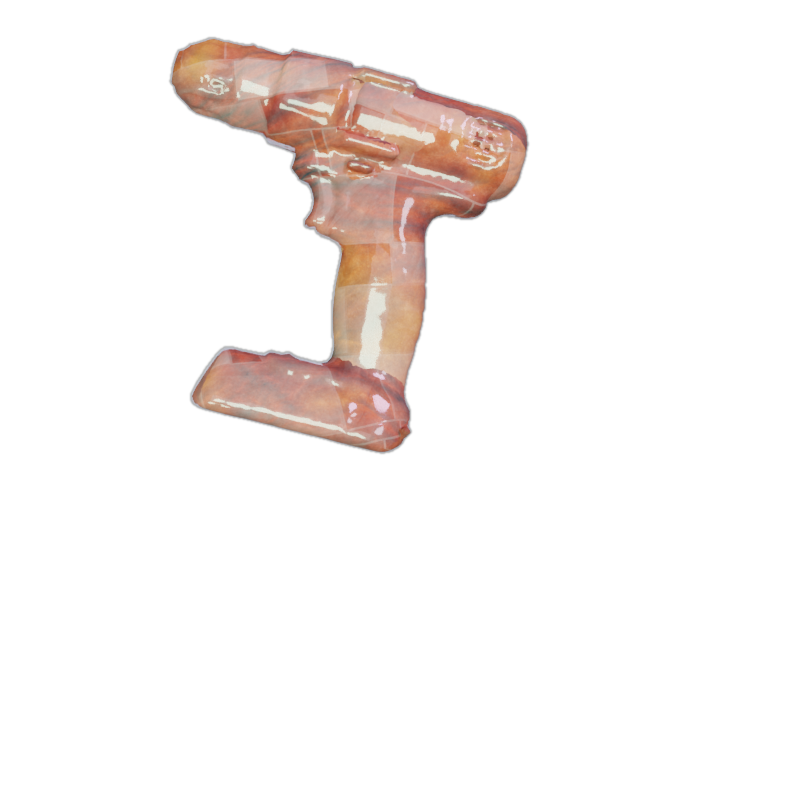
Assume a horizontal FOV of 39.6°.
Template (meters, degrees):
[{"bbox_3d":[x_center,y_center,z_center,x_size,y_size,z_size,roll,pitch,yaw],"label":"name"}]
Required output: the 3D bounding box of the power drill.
[{"bbox_3d":[-0.043,-0.079,0.552,0.185,0.190,0.056,15,-7,1],"label":"power drill"}]
